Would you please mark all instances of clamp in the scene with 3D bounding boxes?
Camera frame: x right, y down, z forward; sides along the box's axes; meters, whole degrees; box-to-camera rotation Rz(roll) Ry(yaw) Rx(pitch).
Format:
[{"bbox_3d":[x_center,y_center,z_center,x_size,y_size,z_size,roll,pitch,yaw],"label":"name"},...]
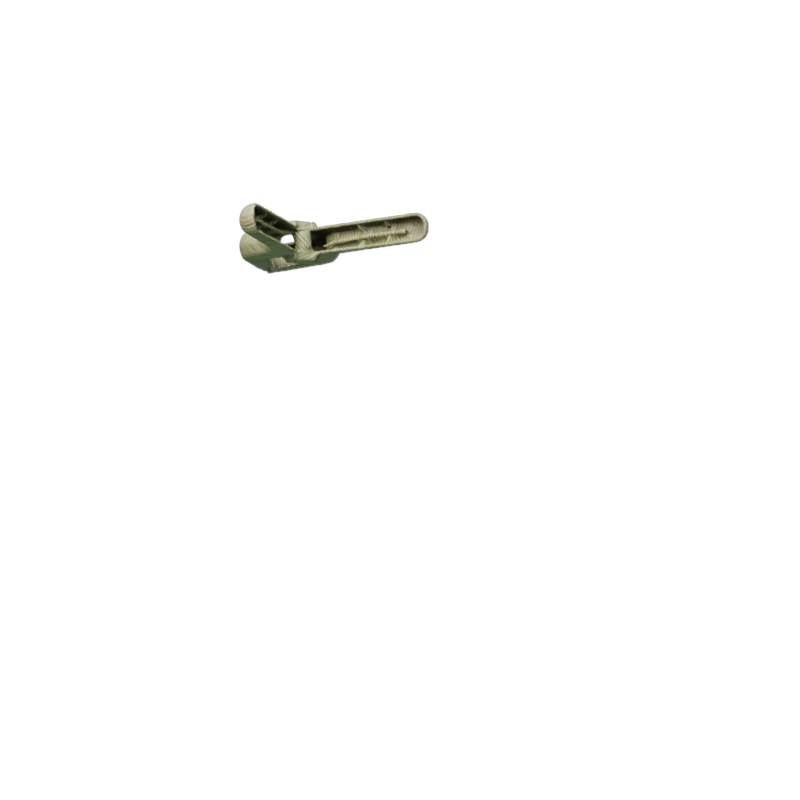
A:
[{"bbox_3d":[-0.078,-0.142,0.997,0.161,0.037,0.211,1,-3,-16],"label":"clamp"}]
